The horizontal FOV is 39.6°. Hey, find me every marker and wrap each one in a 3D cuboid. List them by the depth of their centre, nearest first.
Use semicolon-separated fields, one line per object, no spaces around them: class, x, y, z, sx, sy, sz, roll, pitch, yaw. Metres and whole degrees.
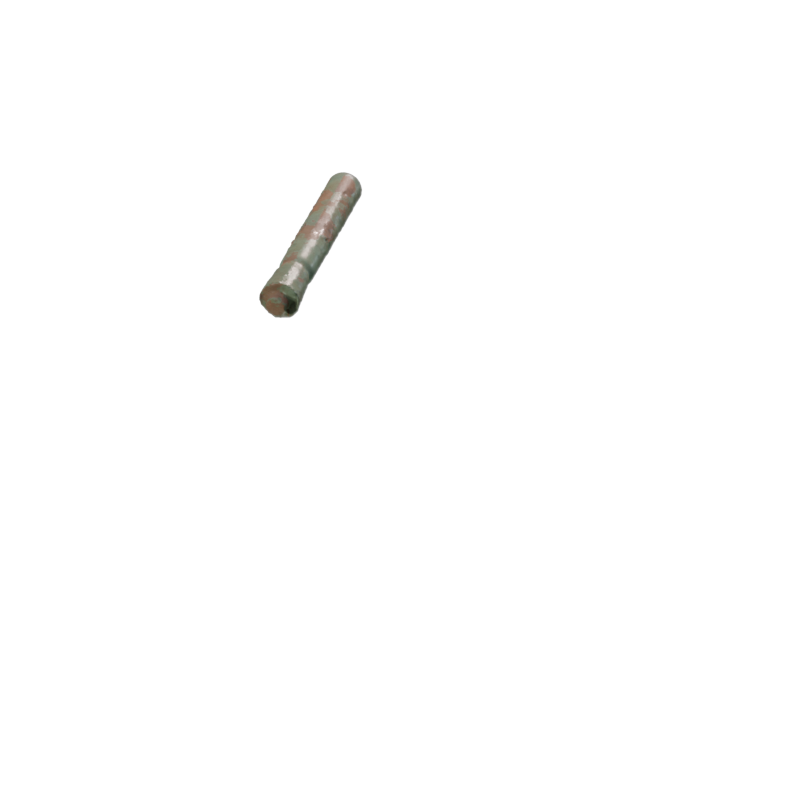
marker;-0.042;-0.077;0.539;0.020;0.018;0.126;0;35;15
